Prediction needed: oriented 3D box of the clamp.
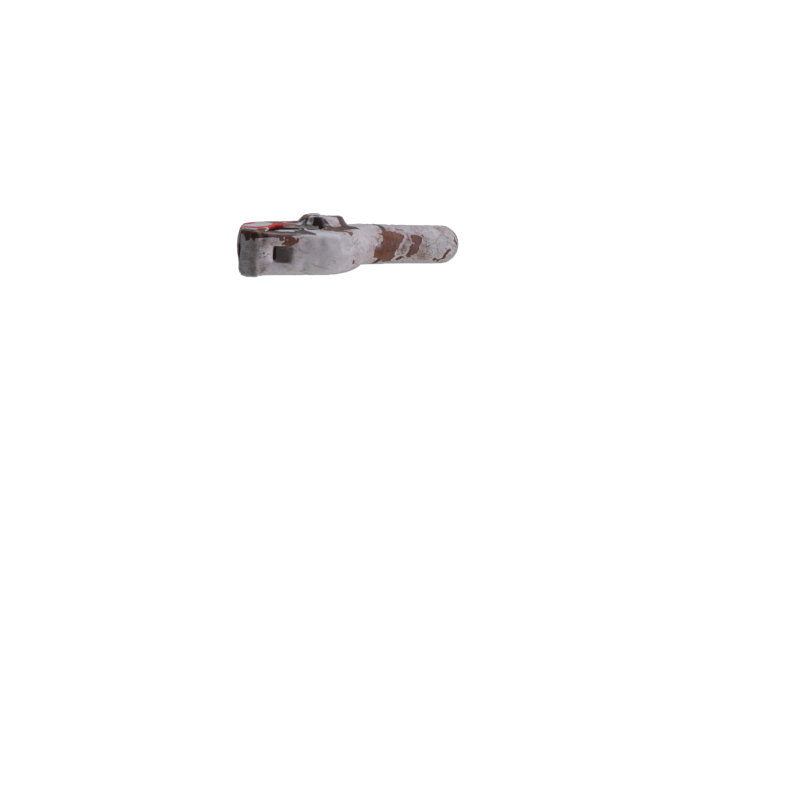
[{"bbox_3d":[-0.055,-0.101,0.705,0.125,0.039,0.166,6,10,37],"label":"clamp"}]
